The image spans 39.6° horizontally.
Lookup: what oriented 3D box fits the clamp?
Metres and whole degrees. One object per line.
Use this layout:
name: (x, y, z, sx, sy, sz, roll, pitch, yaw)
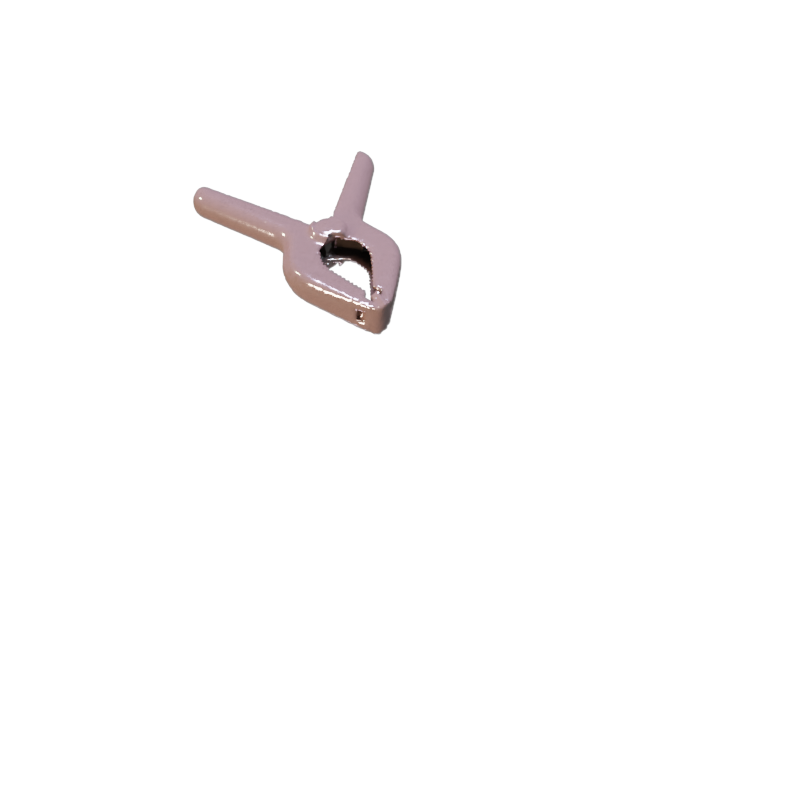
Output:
clamp: (-0.070, -0.128, 0.894, 0.163, 0.034, 0.228, -13, 45, -13)
